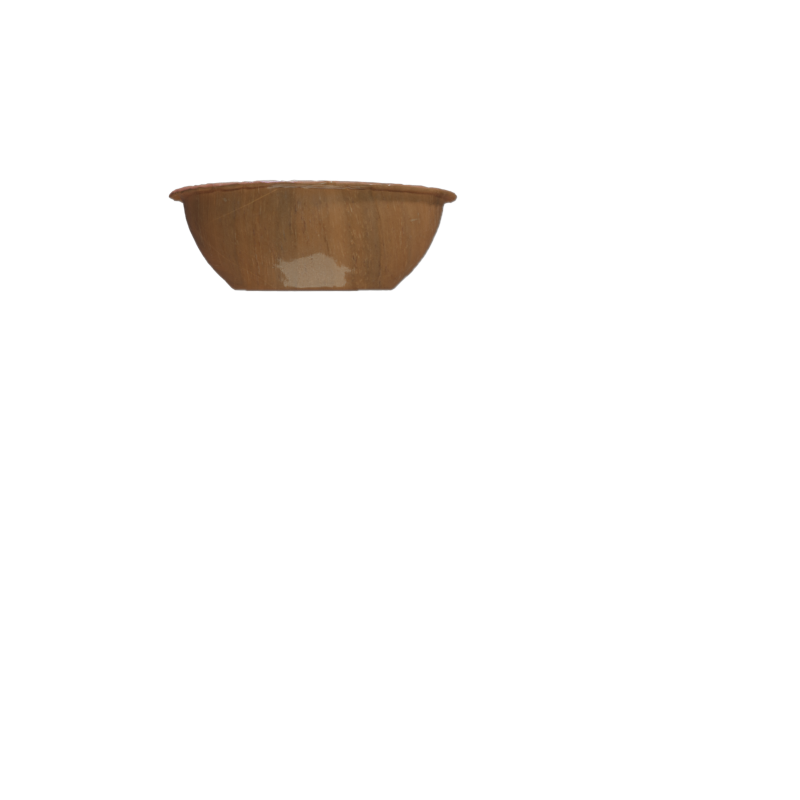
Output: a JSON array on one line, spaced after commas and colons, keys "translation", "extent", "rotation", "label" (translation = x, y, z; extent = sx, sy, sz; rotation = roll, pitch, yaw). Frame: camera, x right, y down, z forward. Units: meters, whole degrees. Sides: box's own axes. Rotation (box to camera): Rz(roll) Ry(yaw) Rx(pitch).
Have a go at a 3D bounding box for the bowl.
[{"translation": [-0.049, -0.089, 0.624], "extent": [0.162, 0.055, 0.163], "rotation": [0, 4, -2], "label": "bowl"}]
